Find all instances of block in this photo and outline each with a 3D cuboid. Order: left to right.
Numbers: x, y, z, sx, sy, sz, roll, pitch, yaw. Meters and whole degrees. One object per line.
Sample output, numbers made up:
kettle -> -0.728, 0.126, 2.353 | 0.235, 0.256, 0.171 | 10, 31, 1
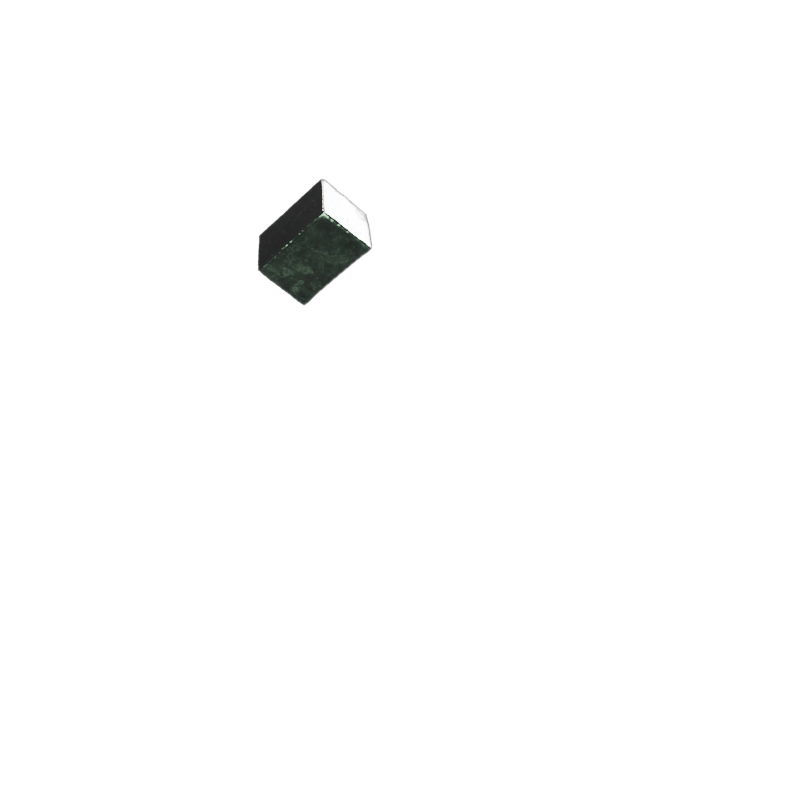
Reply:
block -> -0.068, -0.125, 0.874 | 0.077, 0.055, 0.050 | -38, -59, 24
